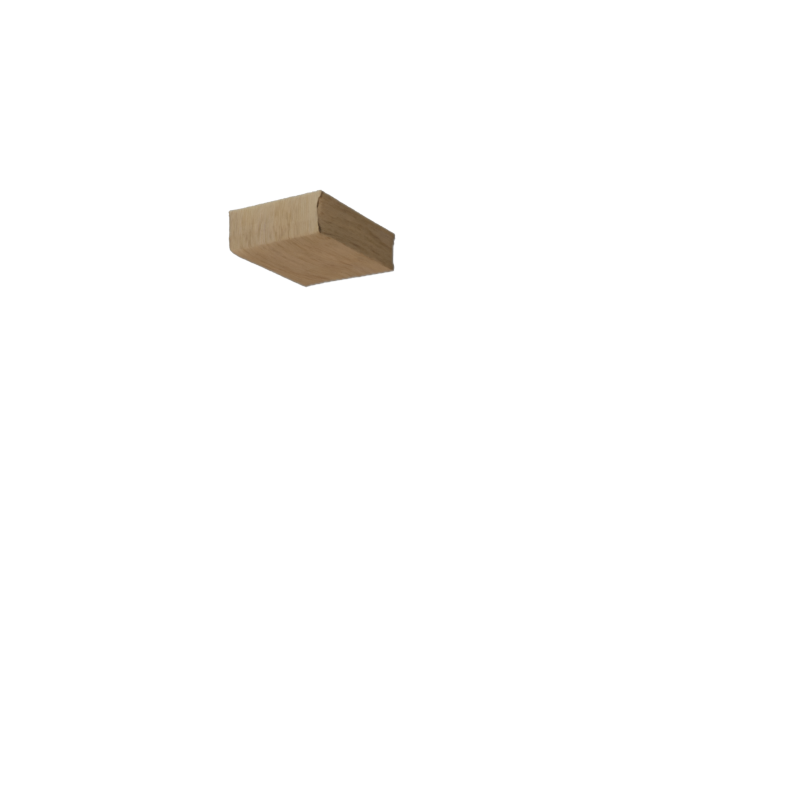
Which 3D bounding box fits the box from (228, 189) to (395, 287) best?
[{"bbox_3d":[-0.070,-0.127,0.888,0.092,0.040,0.107,-8,-14,31],"label":"box"}]
